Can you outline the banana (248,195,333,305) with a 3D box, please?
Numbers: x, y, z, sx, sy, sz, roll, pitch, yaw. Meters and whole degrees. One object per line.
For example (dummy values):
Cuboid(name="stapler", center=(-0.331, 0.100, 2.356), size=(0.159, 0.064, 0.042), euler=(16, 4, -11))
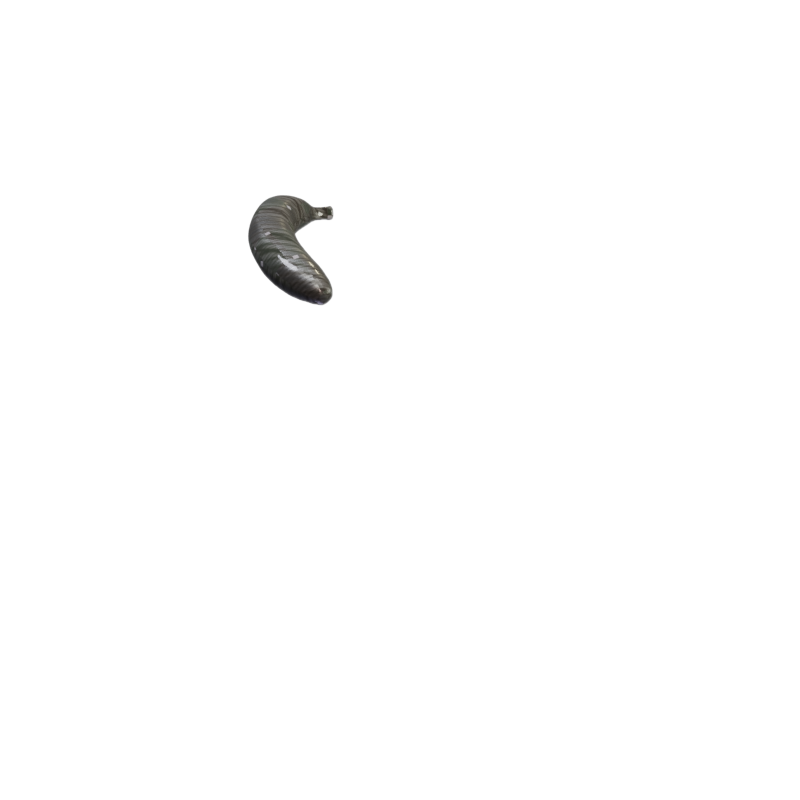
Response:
Cuboid(name="banana", center=(-0.088, -0.128, 0.888), size=(0.069, 0.035, 0.209), euler=(-1, 29, -2))
